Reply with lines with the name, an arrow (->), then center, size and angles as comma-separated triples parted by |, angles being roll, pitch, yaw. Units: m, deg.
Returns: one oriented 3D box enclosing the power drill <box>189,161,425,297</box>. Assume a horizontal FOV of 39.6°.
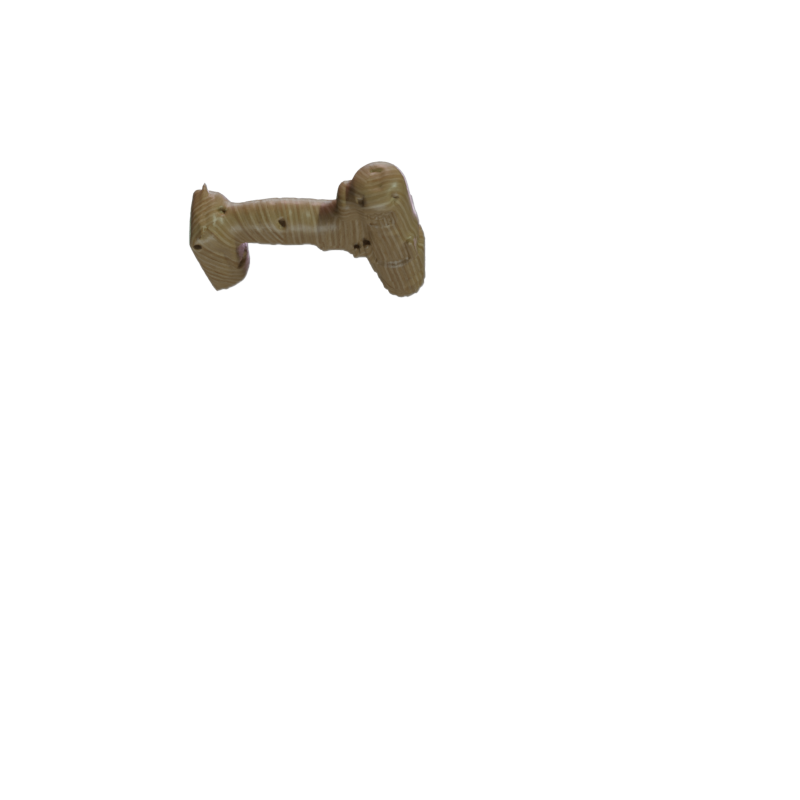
power drill -> -0.073, -0.134, 0.938 | 0.189, 0.061, 0.172 | -4, -25, 8
